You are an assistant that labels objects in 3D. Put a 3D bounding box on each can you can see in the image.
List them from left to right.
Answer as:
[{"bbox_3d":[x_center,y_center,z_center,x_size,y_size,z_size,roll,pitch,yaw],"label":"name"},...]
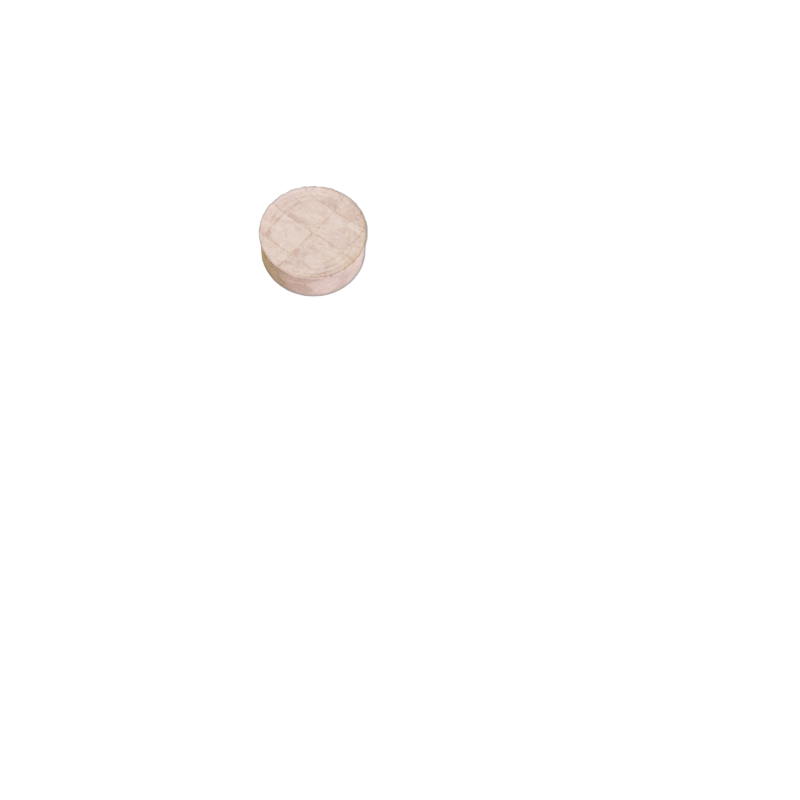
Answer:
[{"bbox_3d":[-0.069,-0.126,0.884,0.086,0.091,0.032,-1,-28,-1],"label":"can"}]
